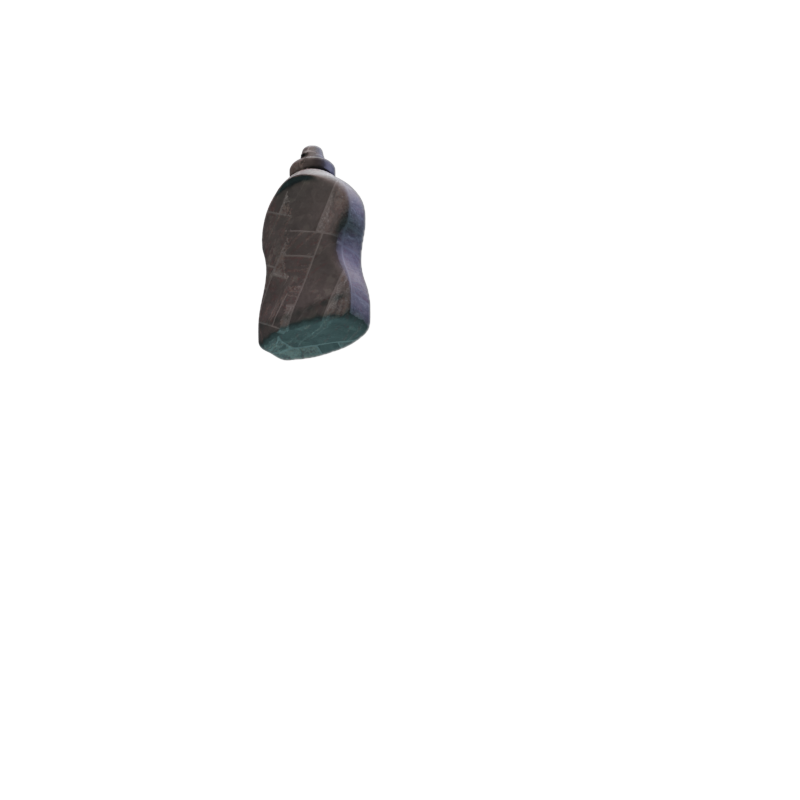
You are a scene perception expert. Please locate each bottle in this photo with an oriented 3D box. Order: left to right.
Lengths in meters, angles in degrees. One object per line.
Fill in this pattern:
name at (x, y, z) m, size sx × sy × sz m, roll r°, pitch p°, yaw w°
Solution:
bottle at (-0.074, -0.135, 0.945) m, size 0.097 × 0.204 × 0.054 m, roll -21°, pitch -34°, yaw 30°
